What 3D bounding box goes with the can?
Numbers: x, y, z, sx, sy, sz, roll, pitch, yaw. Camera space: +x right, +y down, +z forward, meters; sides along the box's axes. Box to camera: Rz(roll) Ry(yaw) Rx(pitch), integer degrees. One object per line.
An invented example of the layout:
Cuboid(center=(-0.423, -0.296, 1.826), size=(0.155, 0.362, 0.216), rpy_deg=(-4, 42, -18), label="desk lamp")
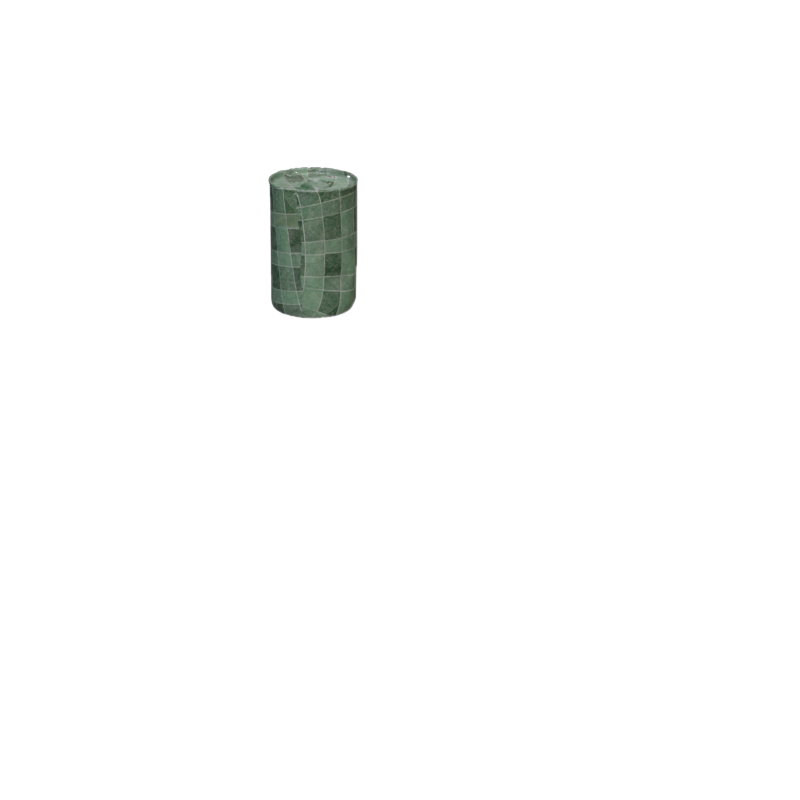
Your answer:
Cuboid(center=(-0.067, -0.122, 0.855), size=(0.068, 0.098, 0.072), rpy_deg=(0, 22, -2), label="can")
